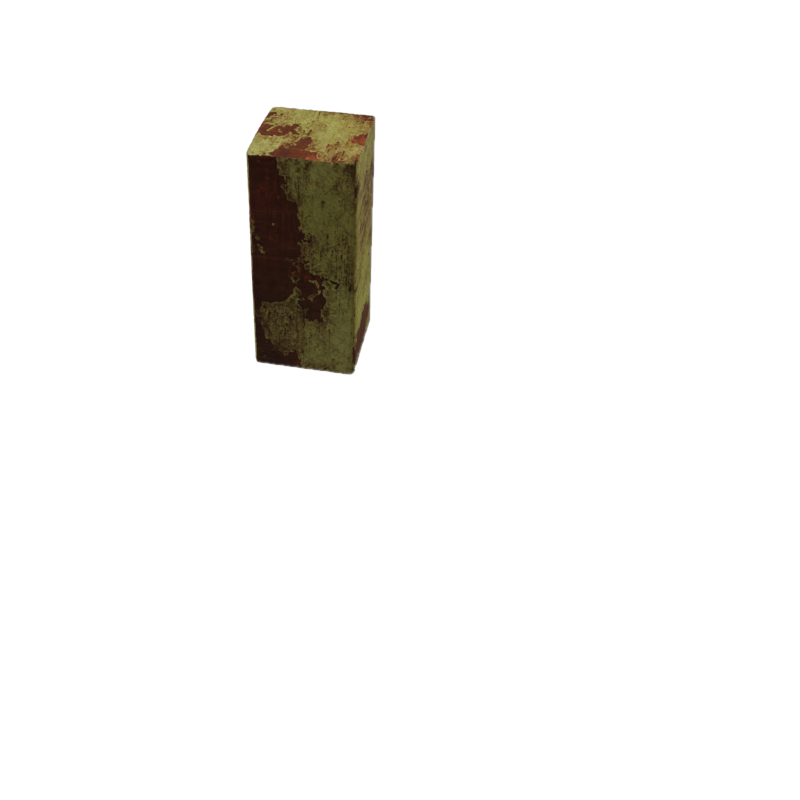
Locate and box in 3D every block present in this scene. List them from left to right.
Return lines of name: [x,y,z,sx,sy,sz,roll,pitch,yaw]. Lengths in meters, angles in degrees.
block: [-0.074,-0.134,0.940,0.092,0.193,0.095,8,36,7]
